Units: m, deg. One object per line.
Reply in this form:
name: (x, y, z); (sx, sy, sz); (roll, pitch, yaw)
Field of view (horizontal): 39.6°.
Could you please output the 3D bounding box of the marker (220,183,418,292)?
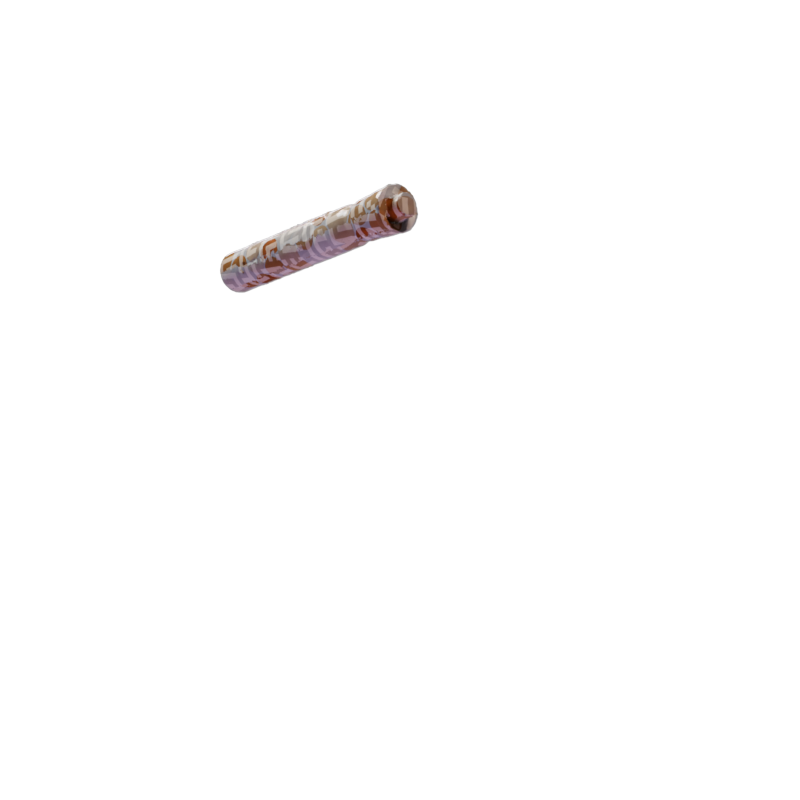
marker: (-0.035, -0.064, 0.447); (0.019, 0.020, 0.123); (-3, -5, -38)
